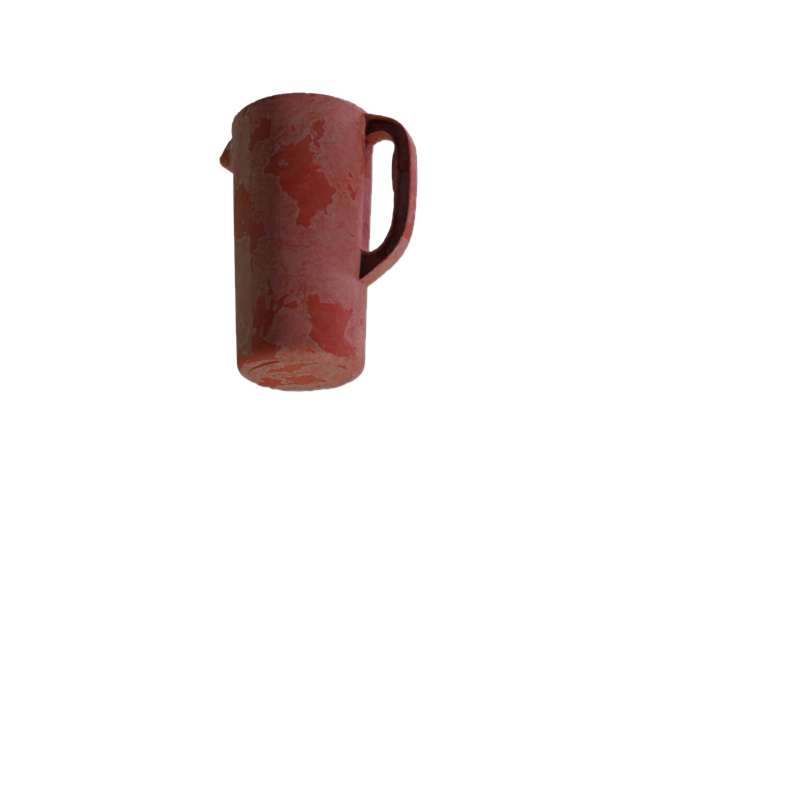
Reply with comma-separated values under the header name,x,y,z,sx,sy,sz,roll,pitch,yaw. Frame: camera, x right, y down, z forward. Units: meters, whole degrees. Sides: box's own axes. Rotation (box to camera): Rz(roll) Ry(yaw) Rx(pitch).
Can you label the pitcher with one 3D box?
name,x,y,z,sx,sy,sz,roll,pitch,yaw
pitcher,-0.076,-0.138,0.968,0.140,0.256,0.147,9,-23,-24
